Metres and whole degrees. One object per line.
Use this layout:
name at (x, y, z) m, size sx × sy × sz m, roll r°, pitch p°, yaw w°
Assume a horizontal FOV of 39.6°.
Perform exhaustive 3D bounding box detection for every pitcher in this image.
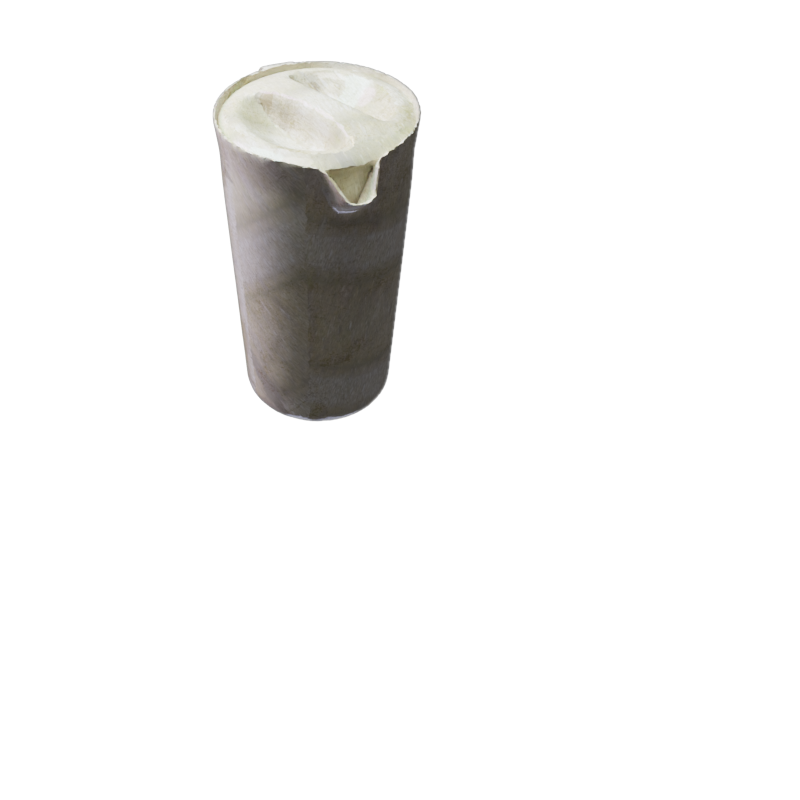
pitcher at (-0.061, -0.112, 0.785) m, size 0.150 × 0.227 × 0.155 m, roll 17°, pitch 43°, yaw 16°
